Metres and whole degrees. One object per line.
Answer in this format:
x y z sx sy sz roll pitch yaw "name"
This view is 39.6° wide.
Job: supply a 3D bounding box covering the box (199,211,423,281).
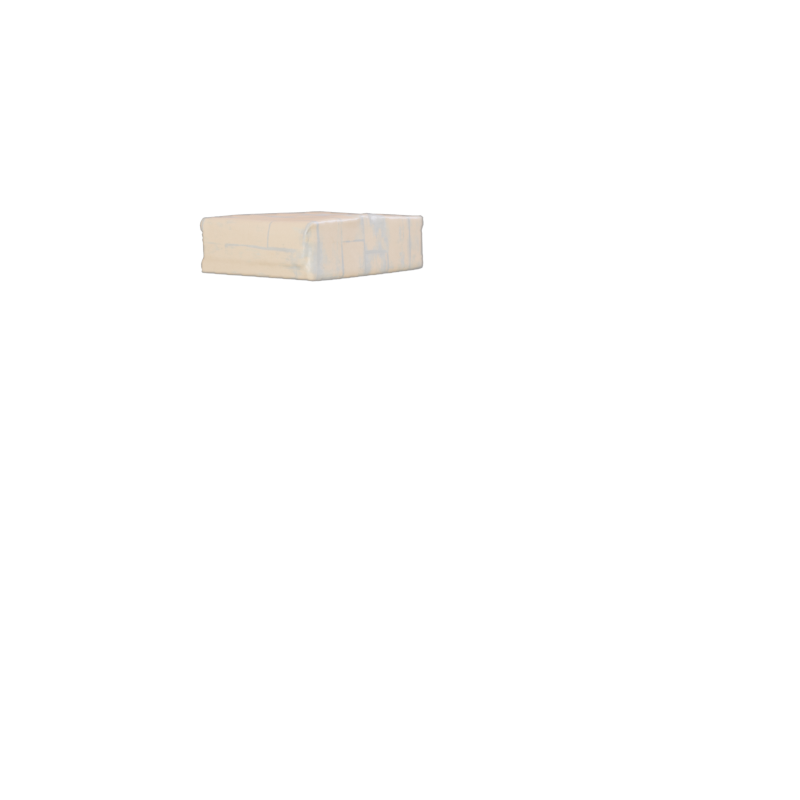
-0.043 -0.079 0.550 0.076 0.030 0.087 9 14 39 "box"
